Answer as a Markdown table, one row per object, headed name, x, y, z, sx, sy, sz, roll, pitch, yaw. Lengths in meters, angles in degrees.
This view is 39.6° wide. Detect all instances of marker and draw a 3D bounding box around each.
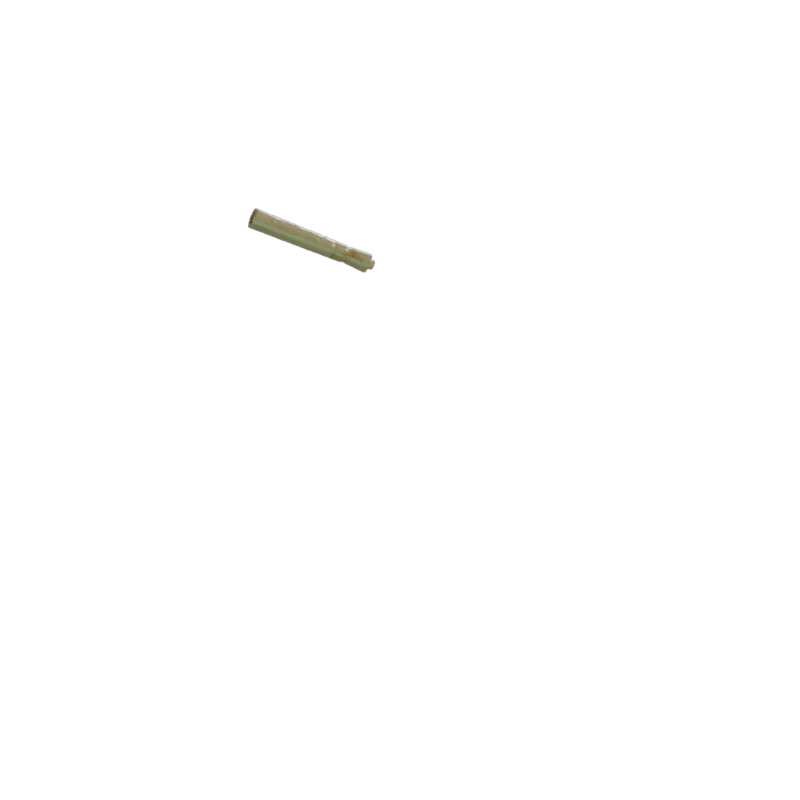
| name | x | y | z | sx | sy | sz | roll | pitch | yaw |
| --- | --- | --- | --- | --- | --- | --- | --- | --- | --- |
| marker | -0.078 | -0.142 | 0.996 | 0.117 | 0.020 | 0.020 | 20 | -2 | -15 |
